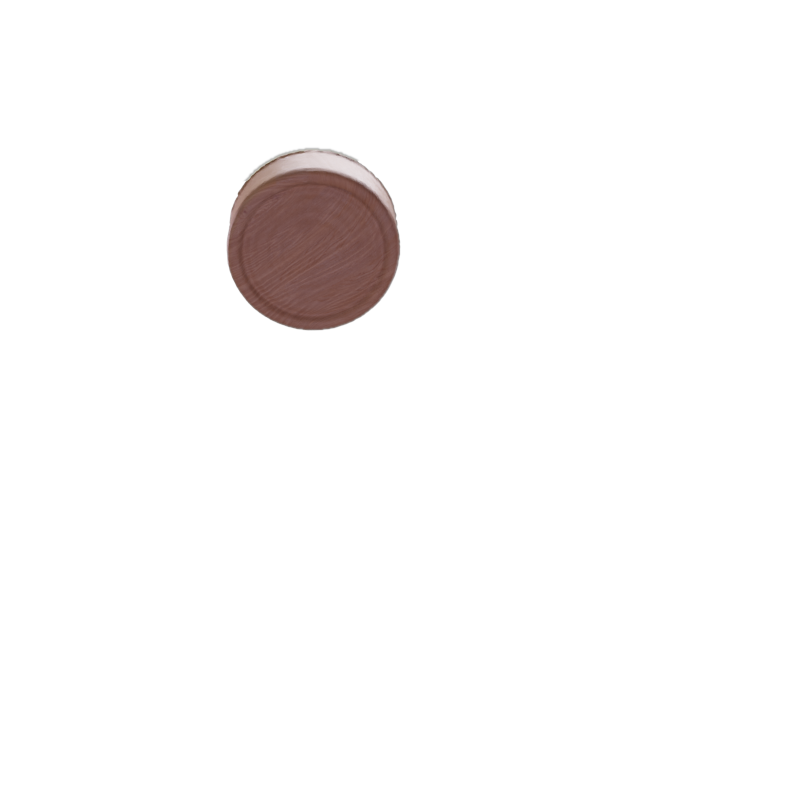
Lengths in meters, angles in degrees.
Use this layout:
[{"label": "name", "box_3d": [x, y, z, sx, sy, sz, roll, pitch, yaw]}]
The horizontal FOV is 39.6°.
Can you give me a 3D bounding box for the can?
[{"label": "can", "box_3d": [-0.043, -0.078, 0.549, 0.086, 0.082, 0.035, 1, 23, -1]}]
